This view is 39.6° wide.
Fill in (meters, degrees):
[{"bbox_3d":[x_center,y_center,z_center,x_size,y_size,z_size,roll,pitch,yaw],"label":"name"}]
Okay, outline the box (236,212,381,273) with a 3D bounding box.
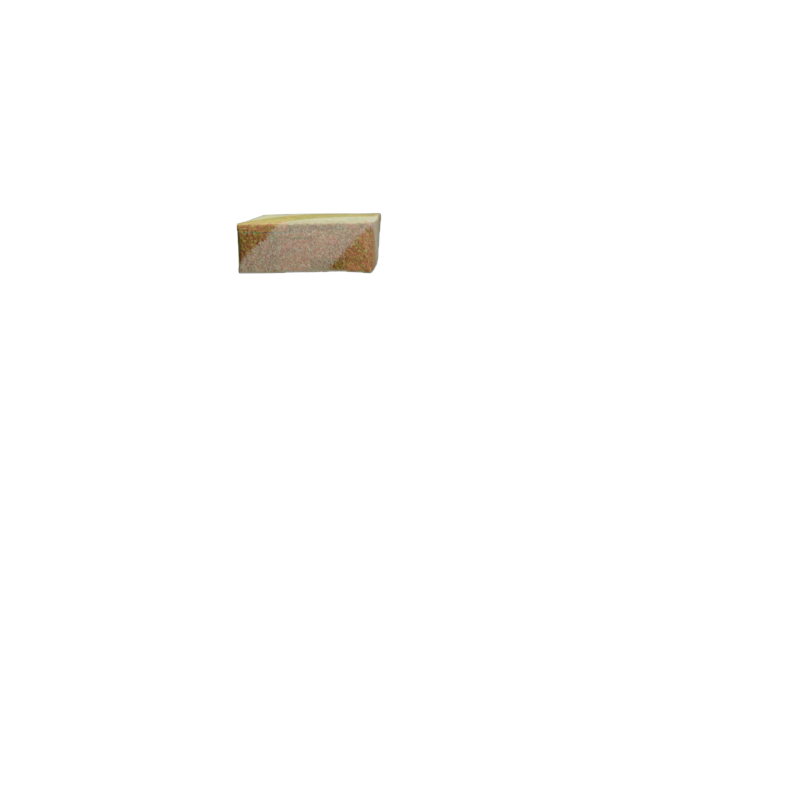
[{"bbox_3d":[-0.060,-0.110,0.771,0.090,0.038,0.114,1,9,3],"label":"box"}]
